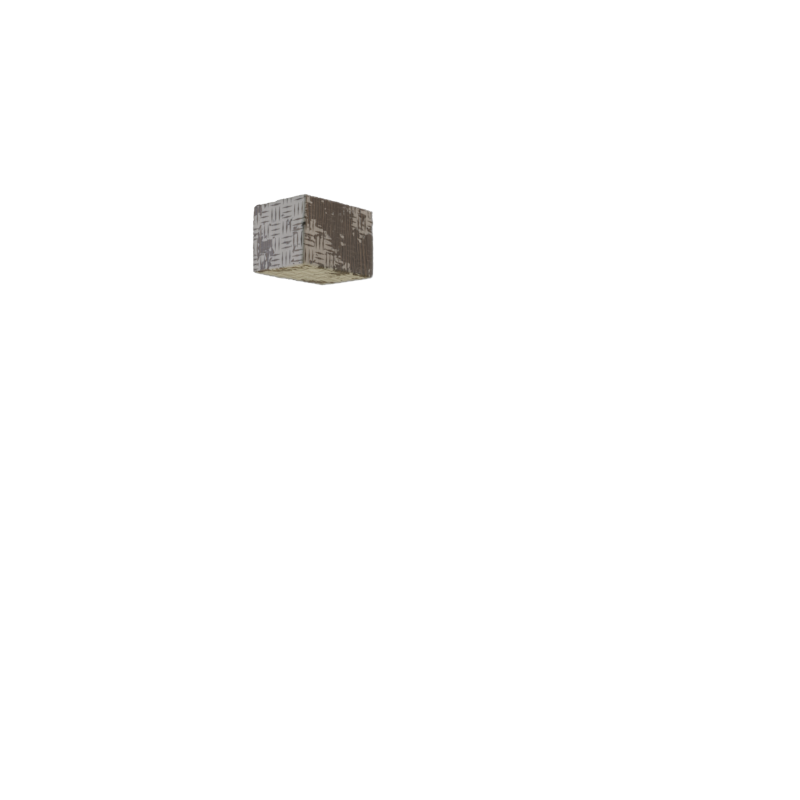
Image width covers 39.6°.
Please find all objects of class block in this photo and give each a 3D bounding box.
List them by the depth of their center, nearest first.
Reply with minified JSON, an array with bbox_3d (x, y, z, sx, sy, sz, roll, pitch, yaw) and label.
[{"bbox_3d":[-0.064,-0.116,0.813,0.054,0.052,0.074,-6,-8,40],"label":"block"}]
